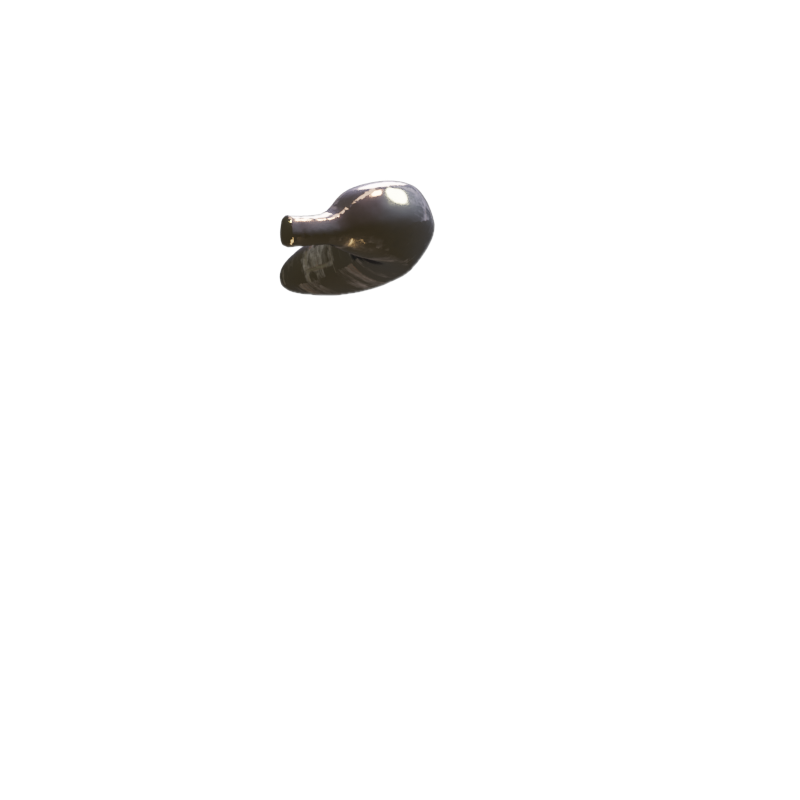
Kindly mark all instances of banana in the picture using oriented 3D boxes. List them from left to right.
[{"bbox_3d":[-0.022,-0.075,0.518,0.069,0.037,0.196,0,-2,-5],"label":"banana"}]
